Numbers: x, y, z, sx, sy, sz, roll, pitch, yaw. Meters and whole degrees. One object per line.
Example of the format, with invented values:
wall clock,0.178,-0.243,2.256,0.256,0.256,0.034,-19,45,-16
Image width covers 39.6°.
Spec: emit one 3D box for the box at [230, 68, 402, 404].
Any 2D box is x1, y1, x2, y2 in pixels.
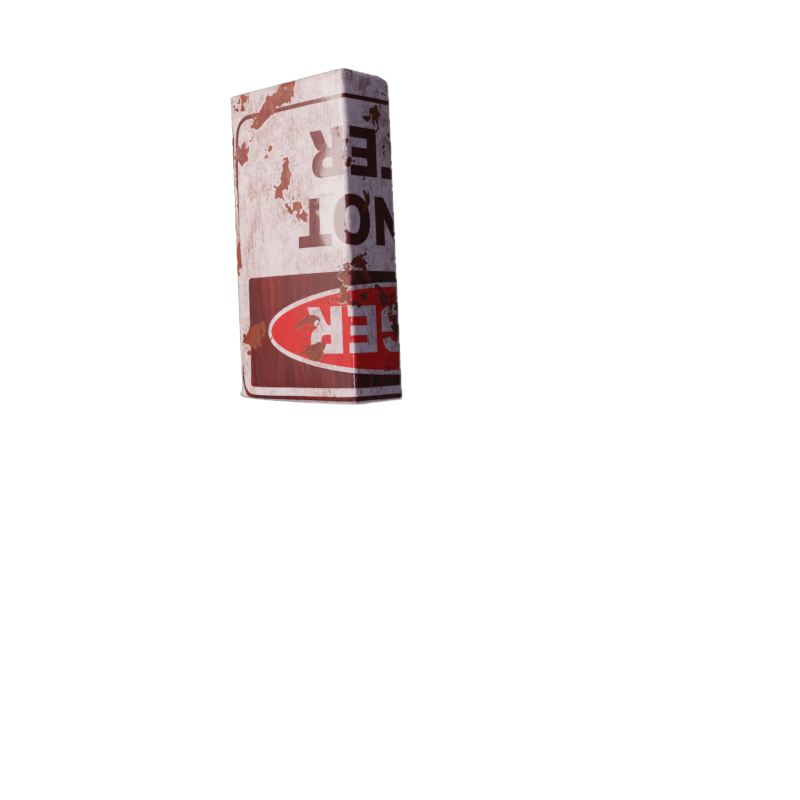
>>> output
box,-0.048,-0.088,0.617,0.096,0.178,0.046,-4,-6,42
